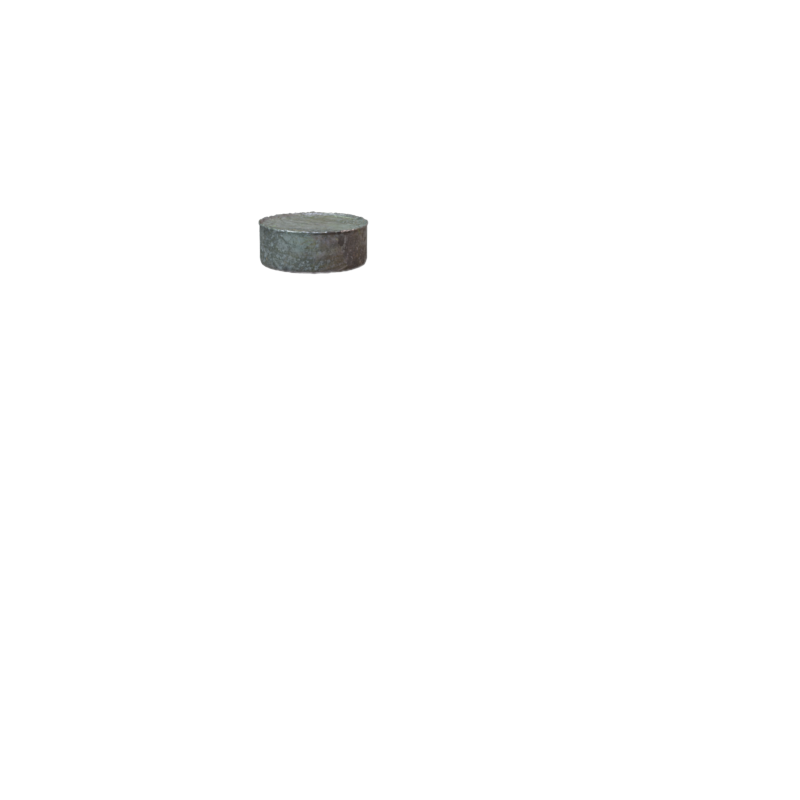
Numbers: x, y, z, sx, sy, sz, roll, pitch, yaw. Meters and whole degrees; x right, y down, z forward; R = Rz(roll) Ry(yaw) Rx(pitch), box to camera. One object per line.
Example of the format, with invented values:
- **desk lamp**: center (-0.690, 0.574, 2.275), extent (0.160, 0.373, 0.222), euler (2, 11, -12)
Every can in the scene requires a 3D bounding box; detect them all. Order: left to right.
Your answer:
- **can**: center (-0.068, -0.124, 0.867), extent (0.086, 0.032, 0.089), euler (-1, 18, -2)
